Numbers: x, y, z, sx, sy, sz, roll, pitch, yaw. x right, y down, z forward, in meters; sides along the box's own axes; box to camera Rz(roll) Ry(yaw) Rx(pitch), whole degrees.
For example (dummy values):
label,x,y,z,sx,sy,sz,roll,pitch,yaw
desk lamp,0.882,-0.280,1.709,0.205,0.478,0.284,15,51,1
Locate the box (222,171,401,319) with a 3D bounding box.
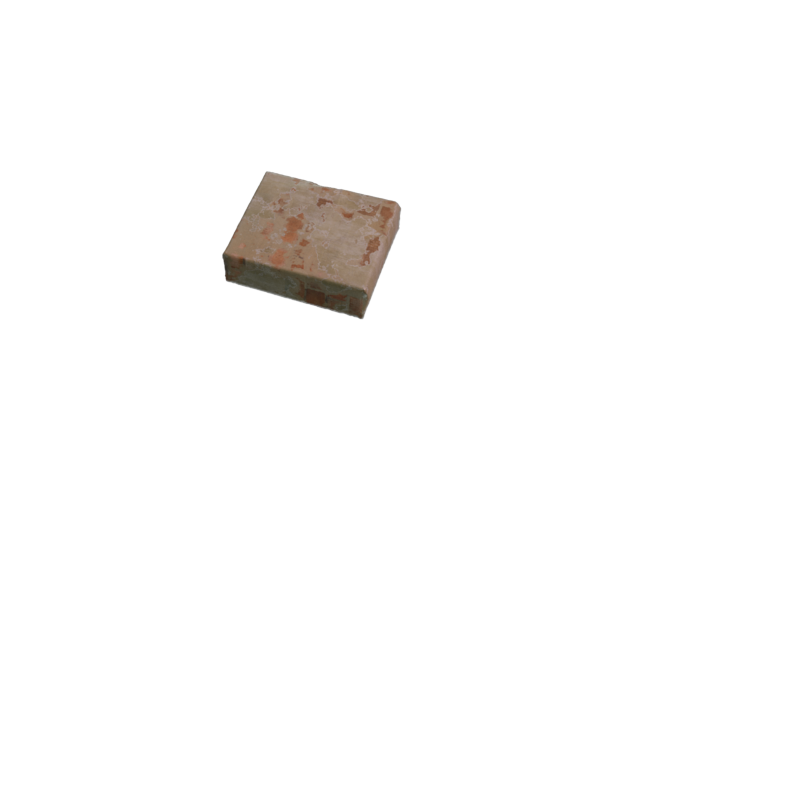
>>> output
label,x,y,z,sx,sy,sz,roll,pitch,yaw
box,-0.052,-0.095,0.664,0.091,0.077,0.028,14,-37,11
